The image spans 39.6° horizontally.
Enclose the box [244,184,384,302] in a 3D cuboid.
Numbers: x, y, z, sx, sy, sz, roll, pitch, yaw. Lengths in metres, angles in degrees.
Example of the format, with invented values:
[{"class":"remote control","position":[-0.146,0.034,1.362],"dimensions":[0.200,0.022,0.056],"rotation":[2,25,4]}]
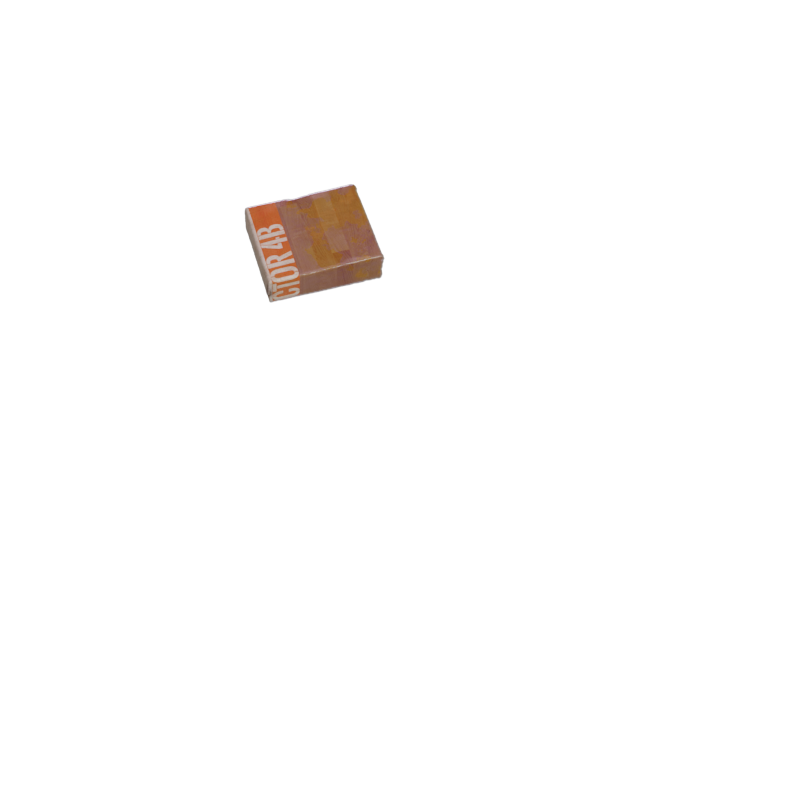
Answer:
[{"class":"box","position":[-0.065,-0.118,0.827],"dimensions":[0.088,0.079,0.028],"rotation":[-14,-33,-10]}]
